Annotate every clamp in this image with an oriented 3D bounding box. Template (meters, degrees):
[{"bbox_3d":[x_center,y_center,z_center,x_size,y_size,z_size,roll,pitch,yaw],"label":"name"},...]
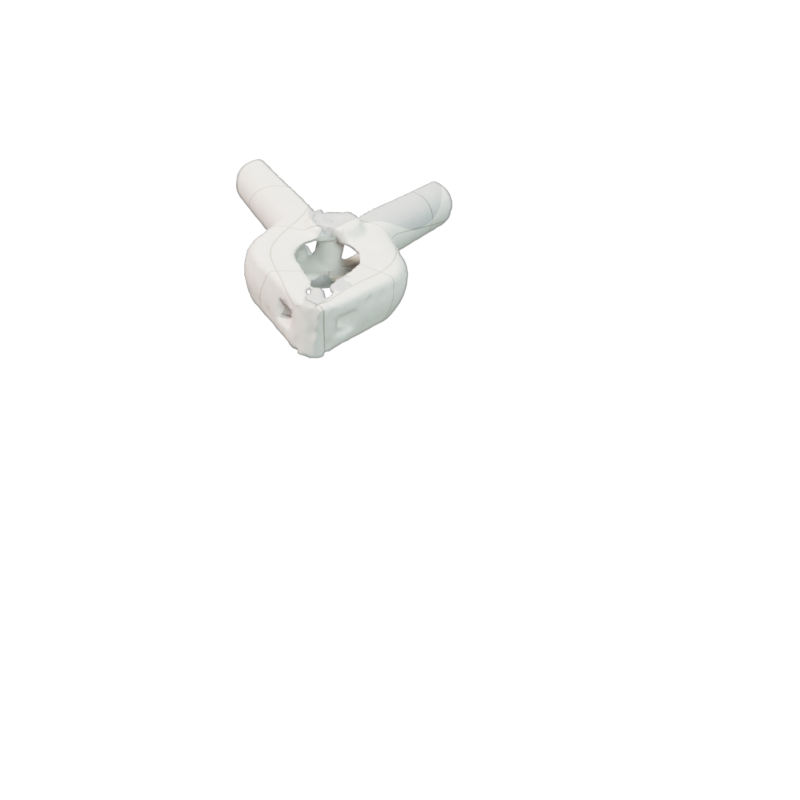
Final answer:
[{"bbox_3d":[-0.044,-0.081,0.564,0.122,0.037,0.178,6,30,11],"label":"clamp"}]
